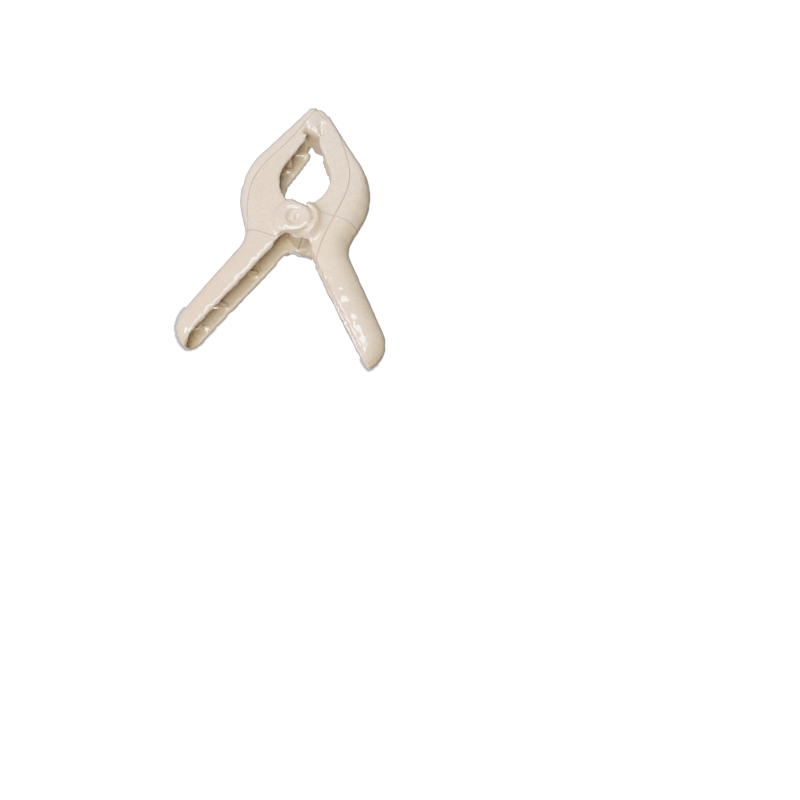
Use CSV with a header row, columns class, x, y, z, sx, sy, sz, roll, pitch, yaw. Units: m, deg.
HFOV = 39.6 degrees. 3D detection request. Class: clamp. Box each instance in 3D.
class,x,y,z,sx,sy,sz,roll,pitch,yaw
clamp,-0.052,-0.095,0.662,0.122,0.178,0.037,15,-23,6
